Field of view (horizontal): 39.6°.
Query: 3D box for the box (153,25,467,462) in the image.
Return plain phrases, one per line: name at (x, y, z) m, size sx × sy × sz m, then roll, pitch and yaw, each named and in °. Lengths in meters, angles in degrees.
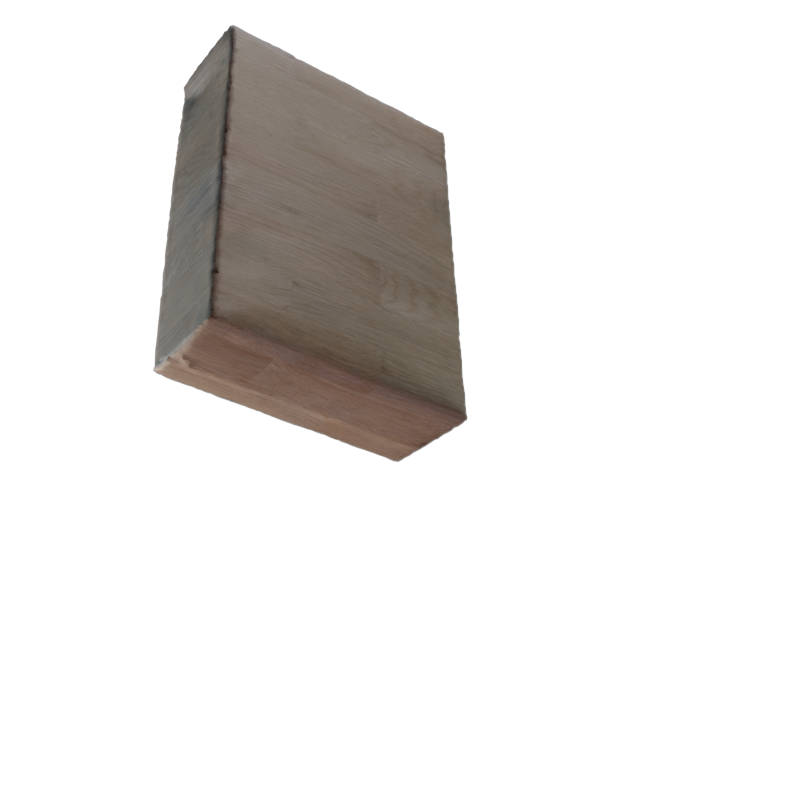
box at (-0.050, -0.091, 0.640) m, size 0.156 × 0.229 × 0.071 m, roll 21°, pitch -42°, yaw -29°
